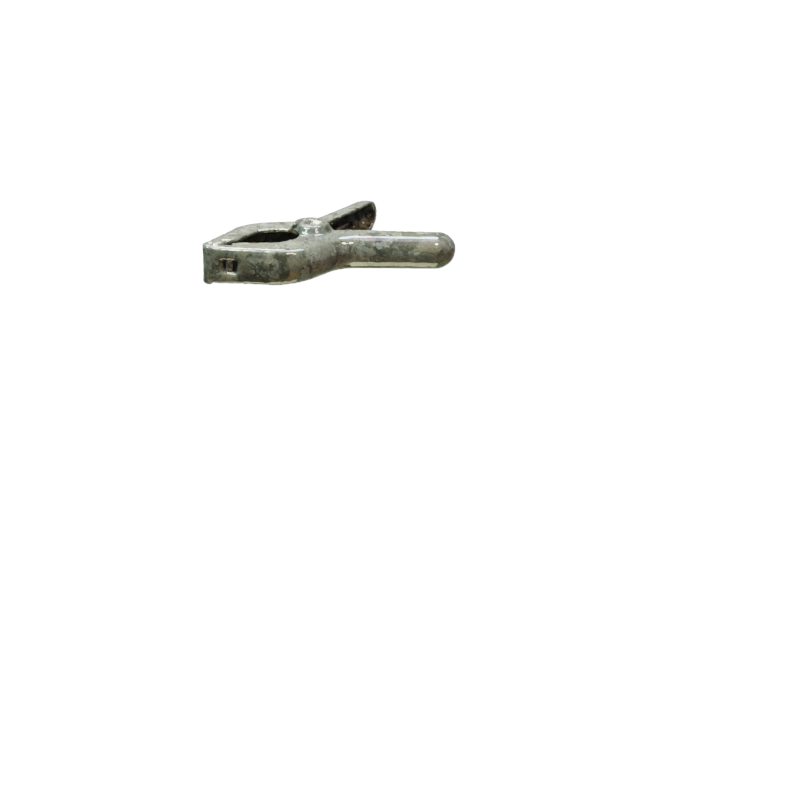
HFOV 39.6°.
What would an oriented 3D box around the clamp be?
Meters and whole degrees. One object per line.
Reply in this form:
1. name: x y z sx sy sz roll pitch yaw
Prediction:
1. clamp: -0.061 -0.112 0.783 0.168 0.038 0.127 -6 19 -20
